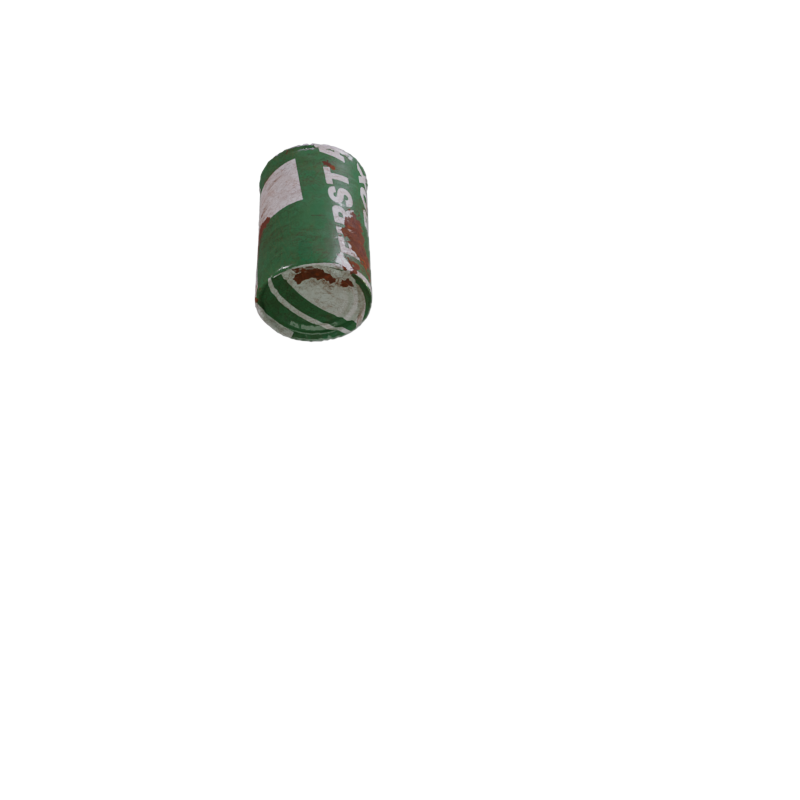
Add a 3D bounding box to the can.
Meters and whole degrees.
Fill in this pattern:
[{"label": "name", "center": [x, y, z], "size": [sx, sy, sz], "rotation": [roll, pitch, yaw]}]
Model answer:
[{"label": "can", "center": [-0.051, -0.094, 0.656], "size": [0.068, 0.110, 0.064], "rotation": [-1, -42, -3]}]
